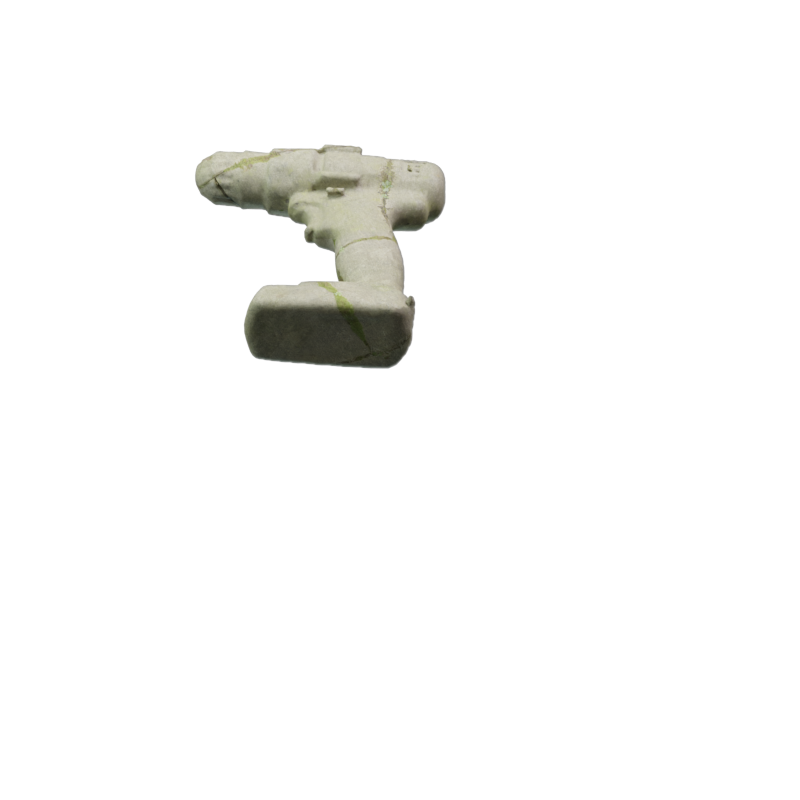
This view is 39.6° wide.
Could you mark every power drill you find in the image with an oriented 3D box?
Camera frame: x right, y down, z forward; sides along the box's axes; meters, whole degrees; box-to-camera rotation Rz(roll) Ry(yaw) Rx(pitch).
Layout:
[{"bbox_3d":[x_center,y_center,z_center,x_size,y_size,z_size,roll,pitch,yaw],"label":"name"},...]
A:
[{"bbox_3d":[-0.060,-0.109,0.762,0.185,0.053,0.201,2,45,2],"label":"power drill"}]
